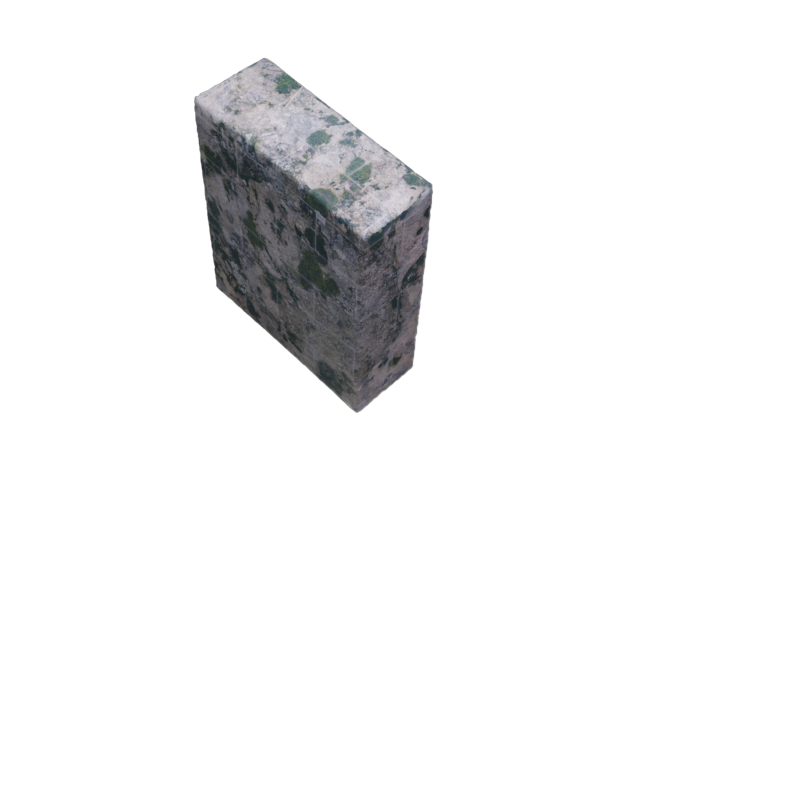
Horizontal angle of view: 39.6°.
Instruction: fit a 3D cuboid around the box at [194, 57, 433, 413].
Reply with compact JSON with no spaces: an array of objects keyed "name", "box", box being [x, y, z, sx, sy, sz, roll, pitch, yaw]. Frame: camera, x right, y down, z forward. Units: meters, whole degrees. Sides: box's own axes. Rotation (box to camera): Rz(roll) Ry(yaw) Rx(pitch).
[{"name":"box","box":[-0.061,-0.112,0.785,0.072,0.174,0.200,-37,-25,-24]}]
